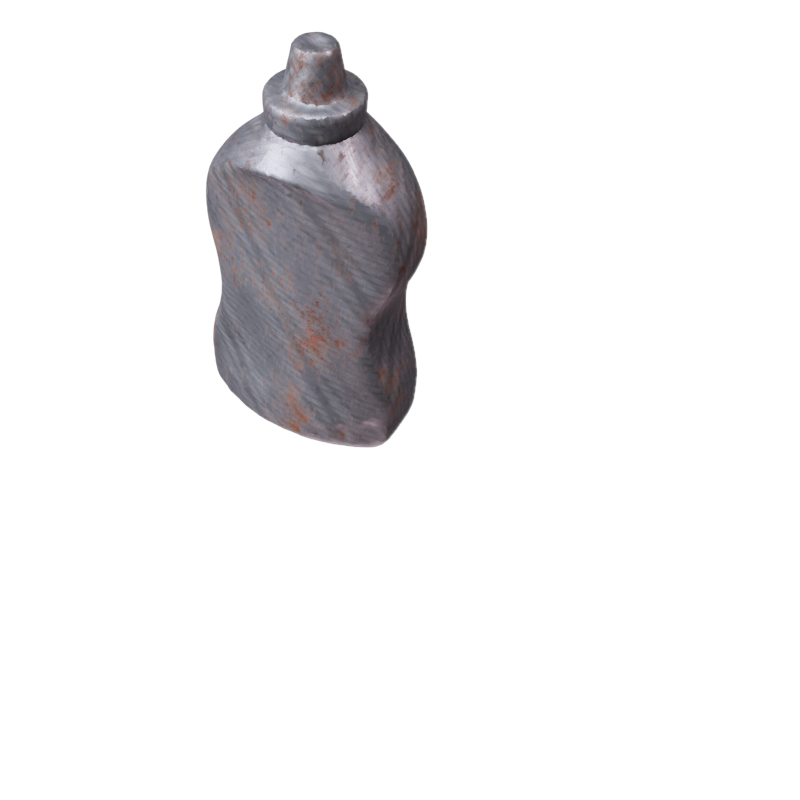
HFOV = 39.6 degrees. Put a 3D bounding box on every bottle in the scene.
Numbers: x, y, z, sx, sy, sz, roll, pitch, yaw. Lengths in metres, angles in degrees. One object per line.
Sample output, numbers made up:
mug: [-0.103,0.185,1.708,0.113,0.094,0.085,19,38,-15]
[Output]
bottle: [-0.037,-0.068,0.473,0.100,0.179,0.060,25,47,21]
